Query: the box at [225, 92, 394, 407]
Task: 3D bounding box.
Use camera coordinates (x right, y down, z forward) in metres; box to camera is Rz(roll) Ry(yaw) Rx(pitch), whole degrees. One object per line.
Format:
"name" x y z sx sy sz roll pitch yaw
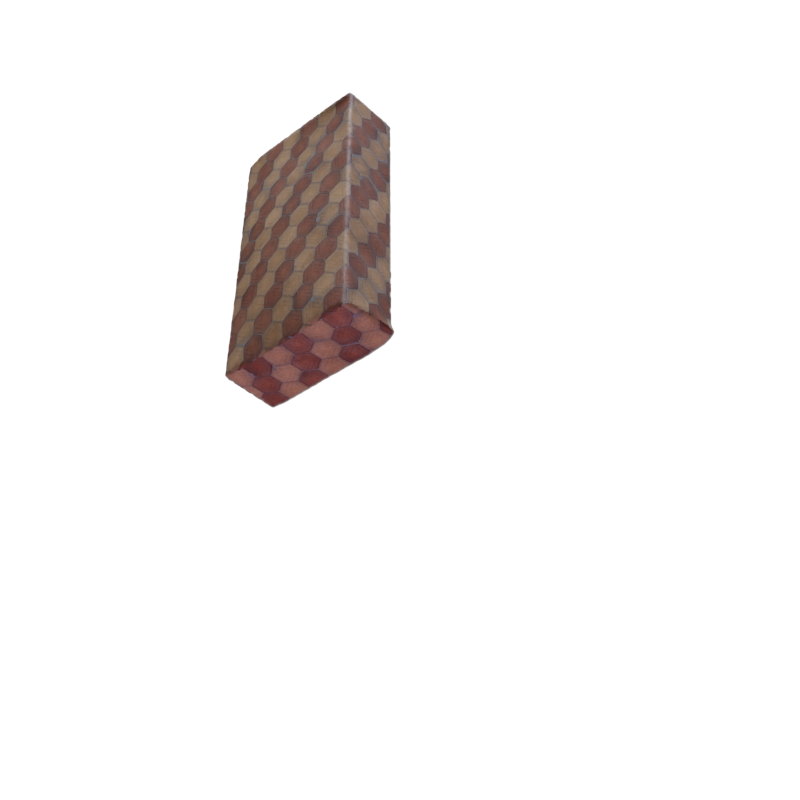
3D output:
"box" -0.051 -0.093 0.649 0.093 0.189 0.045 -30 -47 29
